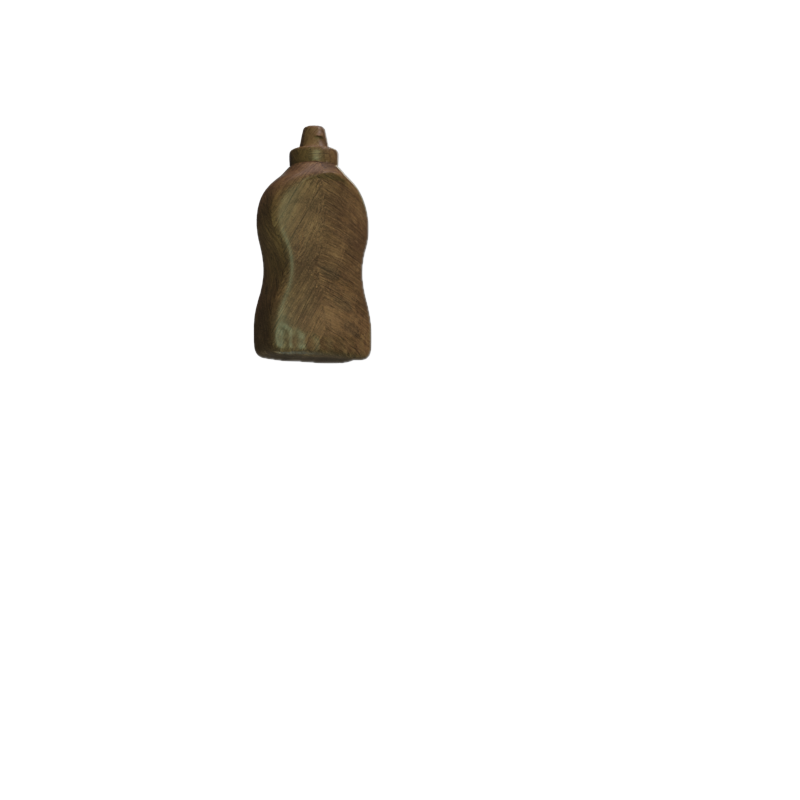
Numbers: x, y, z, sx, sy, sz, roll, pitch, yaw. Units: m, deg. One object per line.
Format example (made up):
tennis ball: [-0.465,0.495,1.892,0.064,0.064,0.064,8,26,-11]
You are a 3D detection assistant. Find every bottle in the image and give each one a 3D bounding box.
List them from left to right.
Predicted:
bottle: [-0.070,-0.128,0.898,0.092,0.197,0.059,6,-13,-31]
